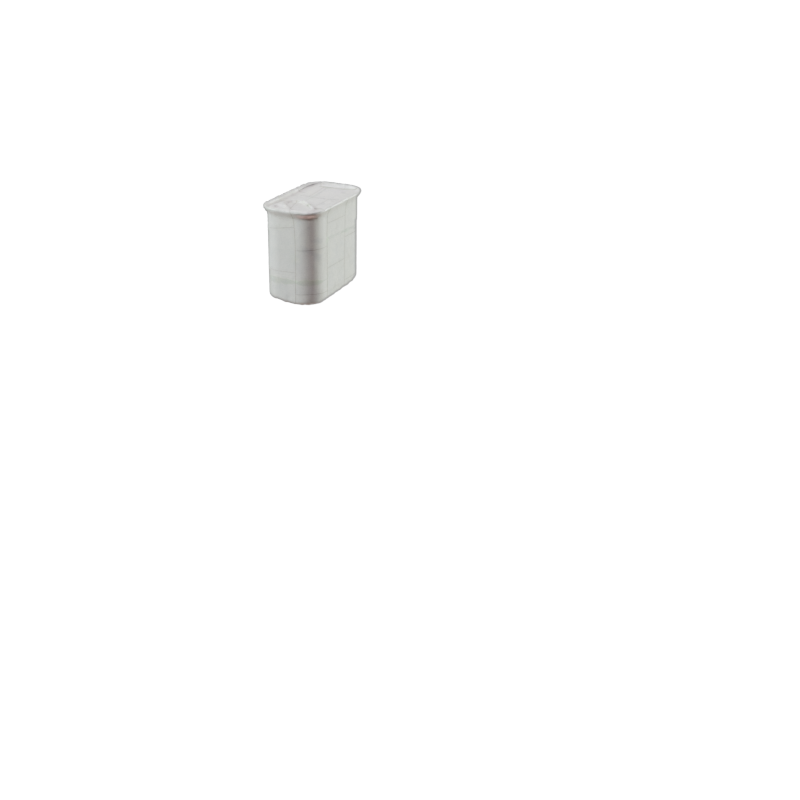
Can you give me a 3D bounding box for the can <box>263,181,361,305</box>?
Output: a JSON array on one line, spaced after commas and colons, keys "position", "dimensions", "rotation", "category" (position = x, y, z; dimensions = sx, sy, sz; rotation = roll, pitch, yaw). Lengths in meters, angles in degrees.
[{"position": [-0.076, -0.139, 0.972], "dimensions": [0.060, 0.080, 0.103], "rotation": [10, 24, 22], "category": "can"}]
